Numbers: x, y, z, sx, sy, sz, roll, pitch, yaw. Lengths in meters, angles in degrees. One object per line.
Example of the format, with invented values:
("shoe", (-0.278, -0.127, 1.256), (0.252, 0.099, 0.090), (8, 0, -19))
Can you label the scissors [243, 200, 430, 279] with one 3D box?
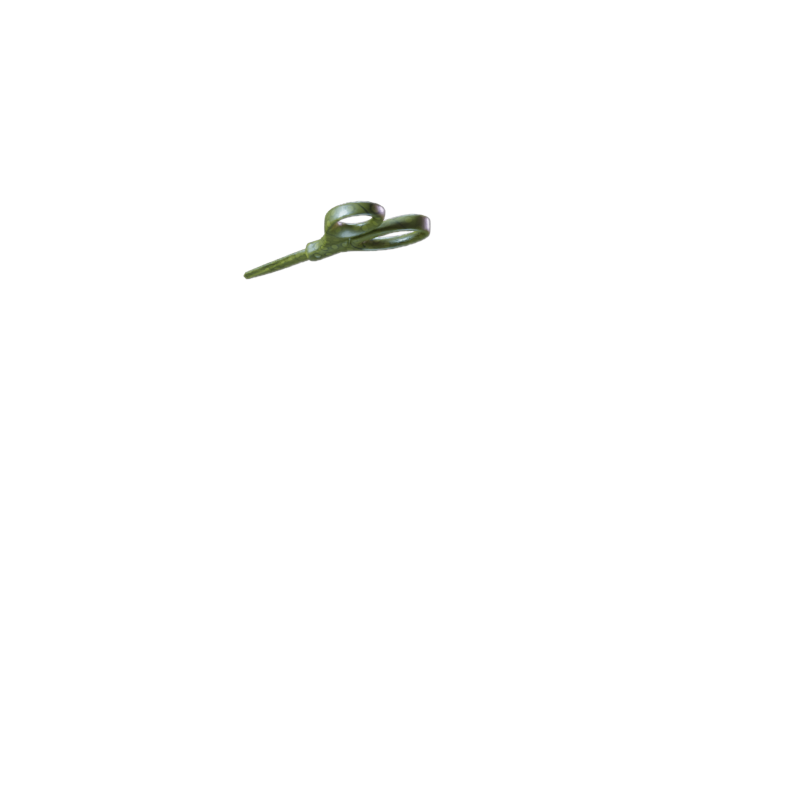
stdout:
("scissors", (-0.073, -0.134, 0.936), (0.206, 0.016, 0.090), (-8, -16, 28))
